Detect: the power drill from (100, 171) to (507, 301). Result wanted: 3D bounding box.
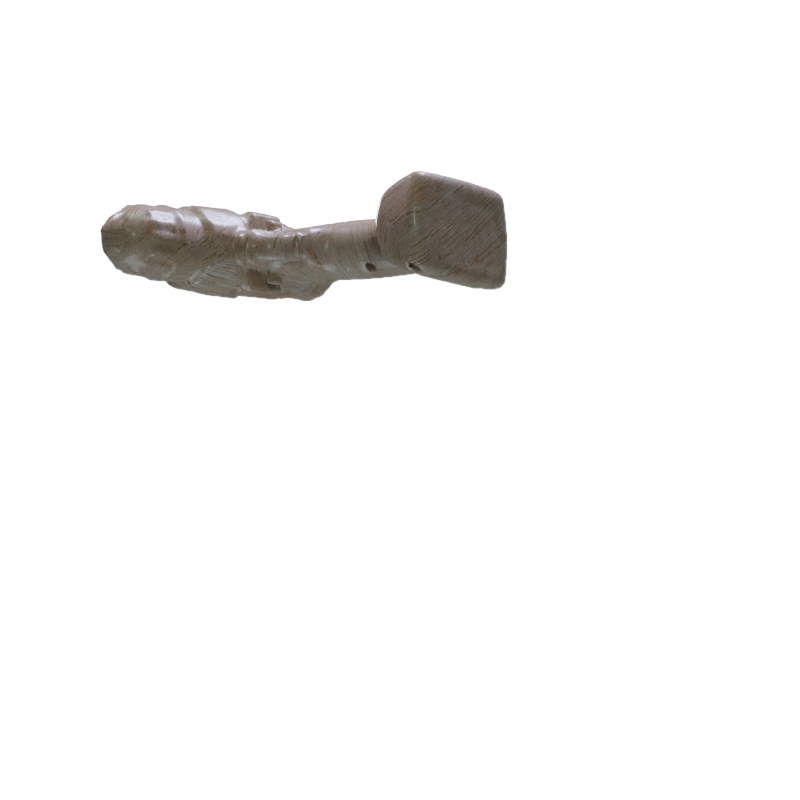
[{"bbox_3d":[-0.049,-0.090,0.630,0.194,0.058,0.177,1,1,36],"label":"power drill"}]
